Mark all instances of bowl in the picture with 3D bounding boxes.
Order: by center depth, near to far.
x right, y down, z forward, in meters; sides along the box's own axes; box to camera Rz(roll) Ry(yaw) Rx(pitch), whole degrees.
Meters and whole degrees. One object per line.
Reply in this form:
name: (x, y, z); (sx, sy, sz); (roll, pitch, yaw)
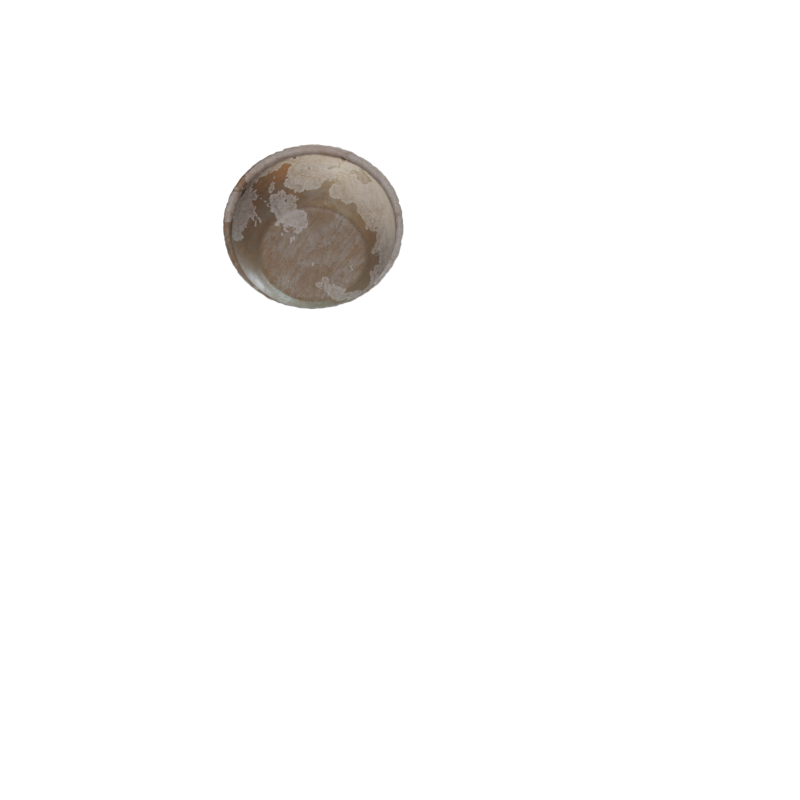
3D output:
bowl: (-0.076, -0.138, 0.966); (0.162, 0.153, 0.058); (1, 28, -1)
